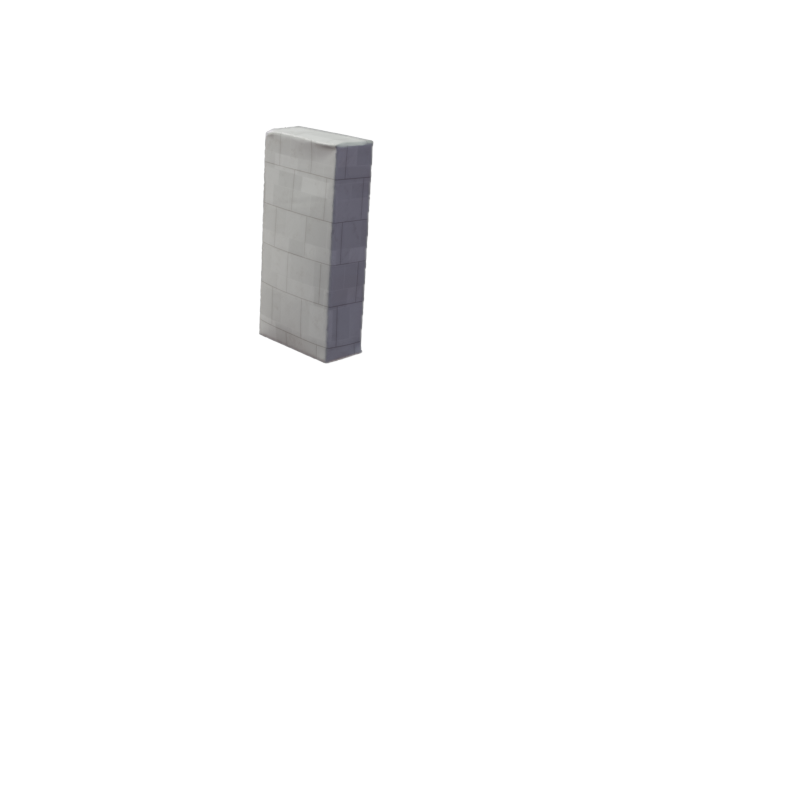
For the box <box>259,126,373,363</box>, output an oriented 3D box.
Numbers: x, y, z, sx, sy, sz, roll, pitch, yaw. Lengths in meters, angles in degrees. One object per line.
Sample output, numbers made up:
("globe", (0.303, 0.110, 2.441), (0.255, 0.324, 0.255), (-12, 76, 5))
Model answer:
("box", (-0.070, -0.128, 0.895), (0.047, 0.170, 0.099), (-12, 21, -40))
